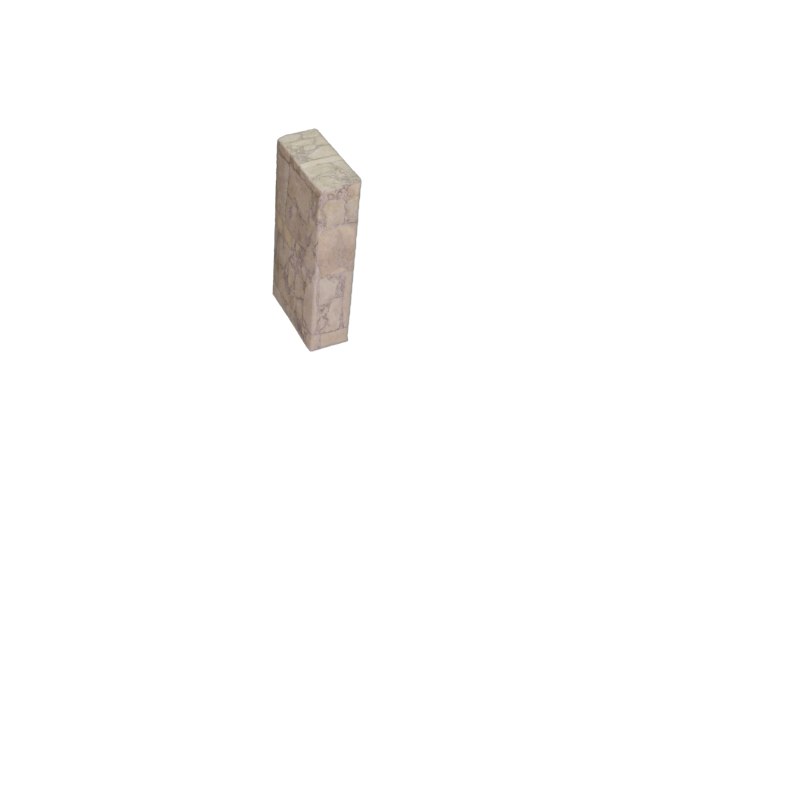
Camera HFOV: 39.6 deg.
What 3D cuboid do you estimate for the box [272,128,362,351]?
[{"bbox_3d":[-0.077,-0.139,0.975,0.047,0.164,0.101,-16,44,-21],"label":"box"}]
